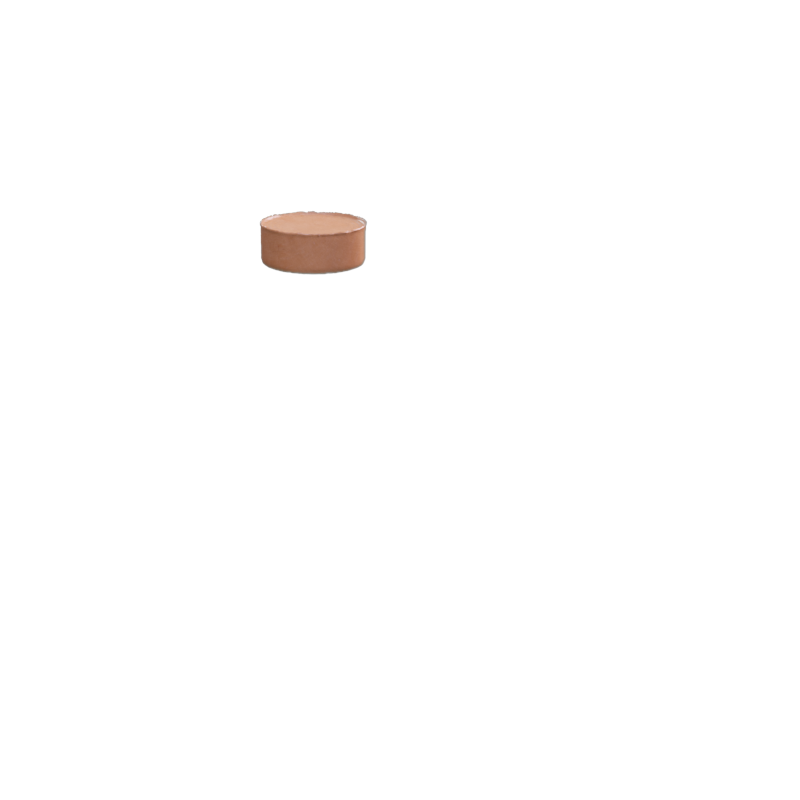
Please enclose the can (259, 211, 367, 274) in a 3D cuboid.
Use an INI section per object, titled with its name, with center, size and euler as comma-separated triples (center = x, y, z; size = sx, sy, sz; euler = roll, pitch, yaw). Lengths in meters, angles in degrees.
[can]
center = -0.070, -0.127, 0.891
size = 0.086, 0.032, 0.089
euler = -1, 20, -2
